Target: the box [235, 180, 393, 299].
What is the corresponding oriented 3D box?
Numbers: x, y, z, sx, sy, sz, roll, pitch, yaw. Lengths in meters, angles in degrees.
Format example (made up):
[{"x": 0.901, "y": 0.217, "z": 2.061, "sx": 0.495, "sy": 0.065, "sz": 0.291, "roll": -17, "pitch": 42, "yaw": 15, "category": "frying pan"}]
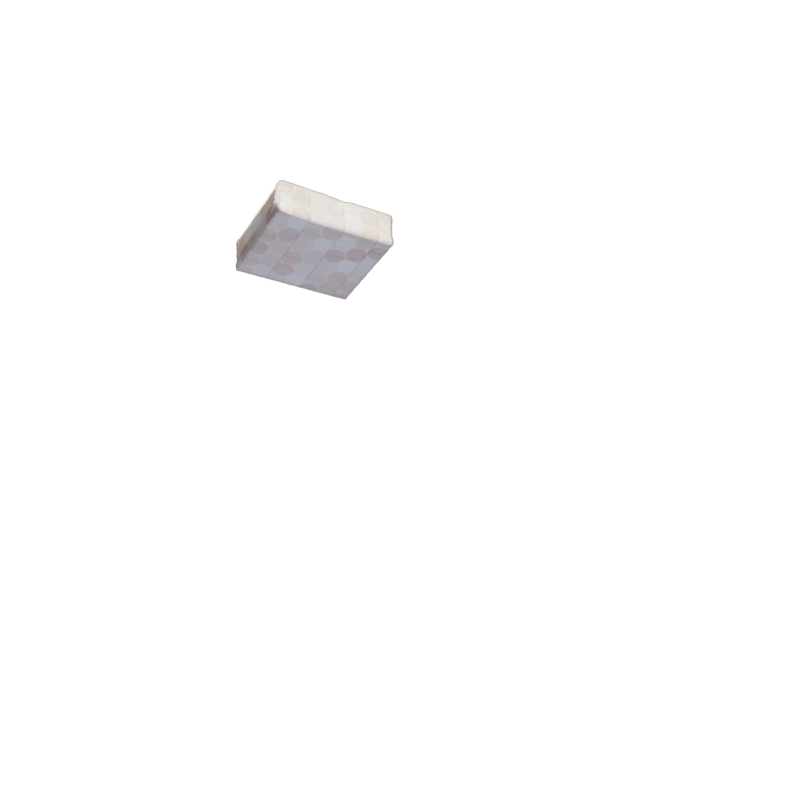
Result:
[{"x": -0.060, "y": -0.110, "z": 0.769, "sx": 0.086, "sy": 0.032, "sz": 0.071, "roll": 16, "pitch": -37, "yaw": -22, "category": "box"}]
